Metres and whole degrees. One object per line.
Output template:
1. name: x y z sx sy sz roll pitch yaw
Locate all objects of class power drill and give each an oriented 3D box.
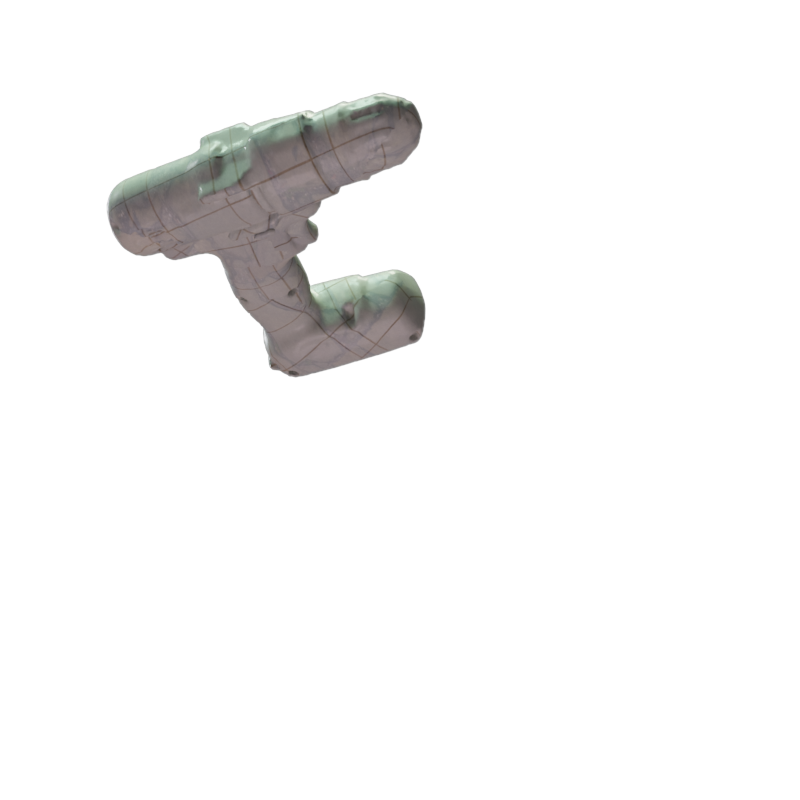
1. power drill: -0.051 -0.093 0.654 0.186 0.061 0.173 -14 -37 18
